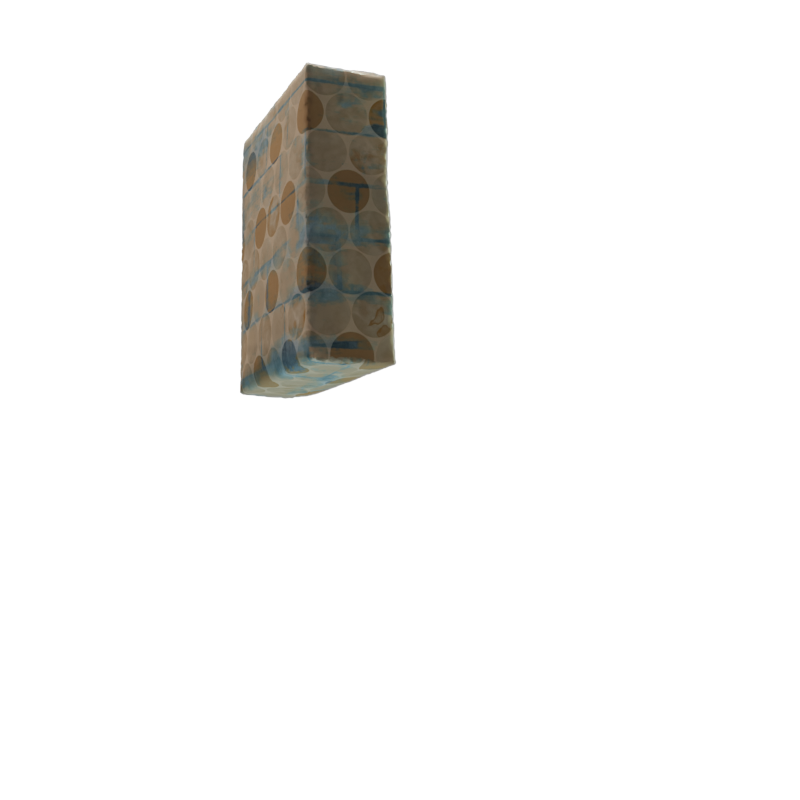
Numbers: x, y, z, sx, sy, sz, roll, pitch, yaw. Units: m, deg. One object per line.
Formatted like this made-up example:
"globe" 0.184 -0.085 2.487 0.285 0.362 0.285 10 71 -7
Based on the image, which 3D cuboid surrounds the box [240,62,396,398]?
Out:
"box" -0.065 -0.118 0.829 0.070 0.222 0.163 5 -15 -23
